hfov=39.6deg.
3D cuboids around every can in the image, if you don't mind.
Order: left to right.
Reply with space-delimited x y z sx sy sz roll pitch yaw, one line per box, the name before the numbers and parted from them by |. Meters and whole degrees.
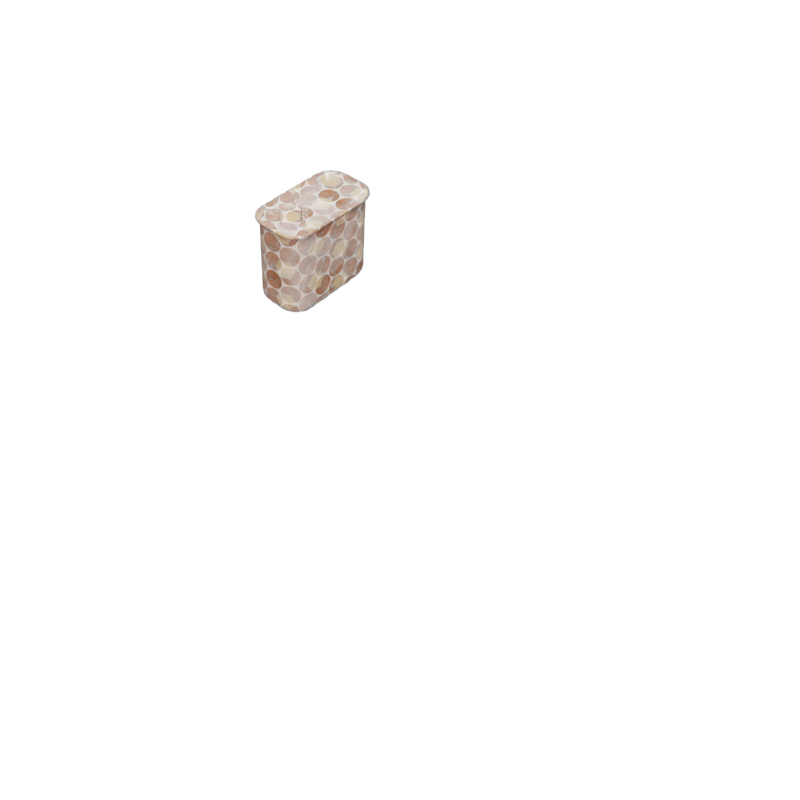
can | -0.075 -0.136 0.952 0.061 0.078 0.103 30 49 28
